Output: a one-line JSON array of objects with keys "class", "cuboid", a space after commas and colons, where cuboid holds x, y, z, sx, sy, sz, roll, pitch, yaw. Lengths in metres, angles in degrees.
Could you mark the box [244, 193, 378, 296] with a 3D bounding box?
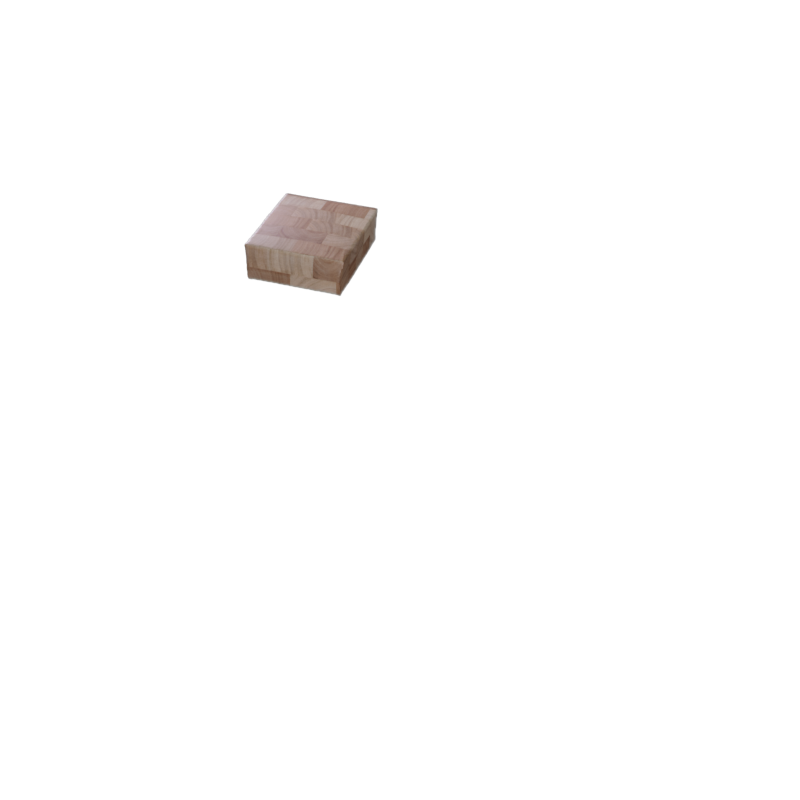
[{"class": "box", "cuboid": [-0.077, -0.141, 0.985, 0.092, 0.036, 0.118, 9, 36, 12]}]
